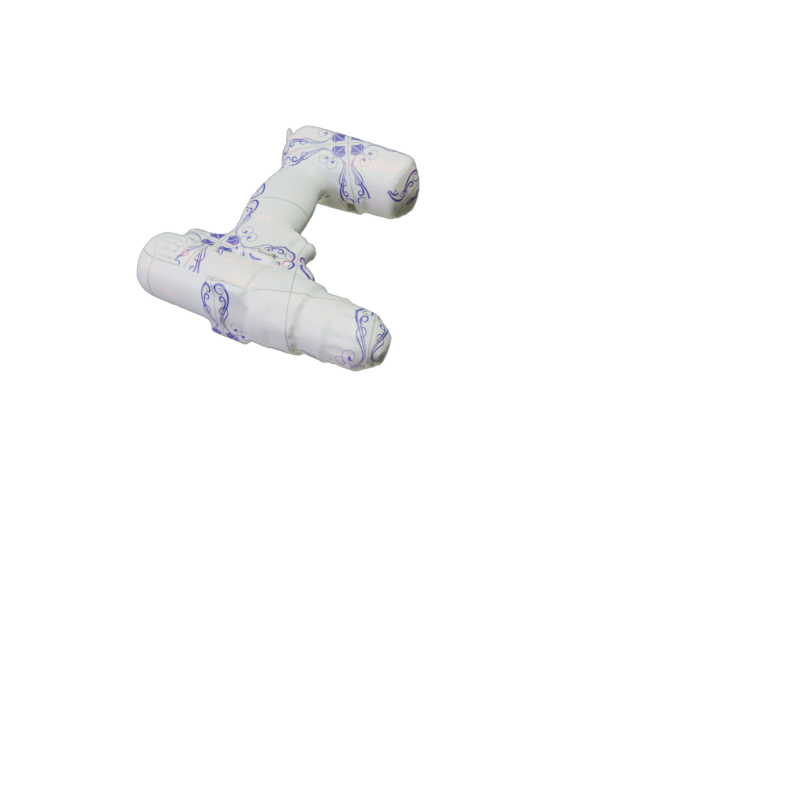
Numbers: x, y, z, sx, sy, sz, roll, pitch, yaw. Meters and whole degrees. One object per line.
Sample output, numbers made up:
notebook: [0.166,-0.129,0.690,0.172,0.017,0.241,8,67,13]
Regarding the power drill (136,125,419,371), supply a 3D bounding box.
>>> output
power drill: [-0.060,-0.109,0.763,0.192,0.053,0.193,21,48,20]
